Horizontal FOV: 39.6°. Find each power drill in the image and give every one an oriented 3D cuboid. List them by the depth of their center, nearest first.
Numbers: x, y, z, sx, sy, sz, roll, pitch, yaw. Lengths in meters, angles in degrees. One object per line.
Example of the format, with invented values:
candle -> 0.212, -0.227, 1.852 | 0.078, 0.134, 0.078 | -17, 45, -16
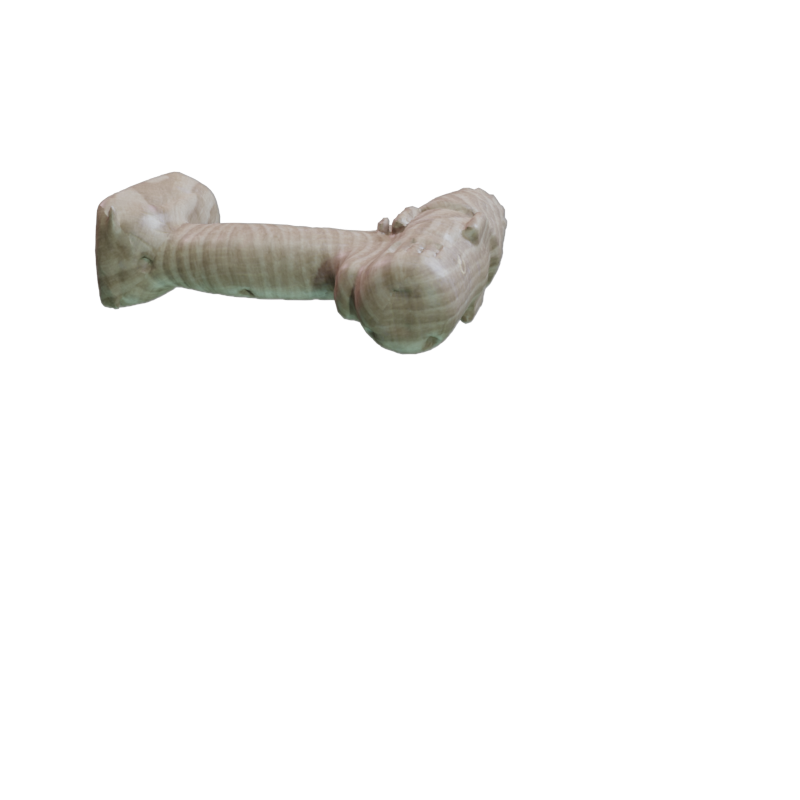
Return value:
power drill -> -0.044, -0.080, 0.562 | 0.192, 0.055, 0.187 | 5, 20, 15
